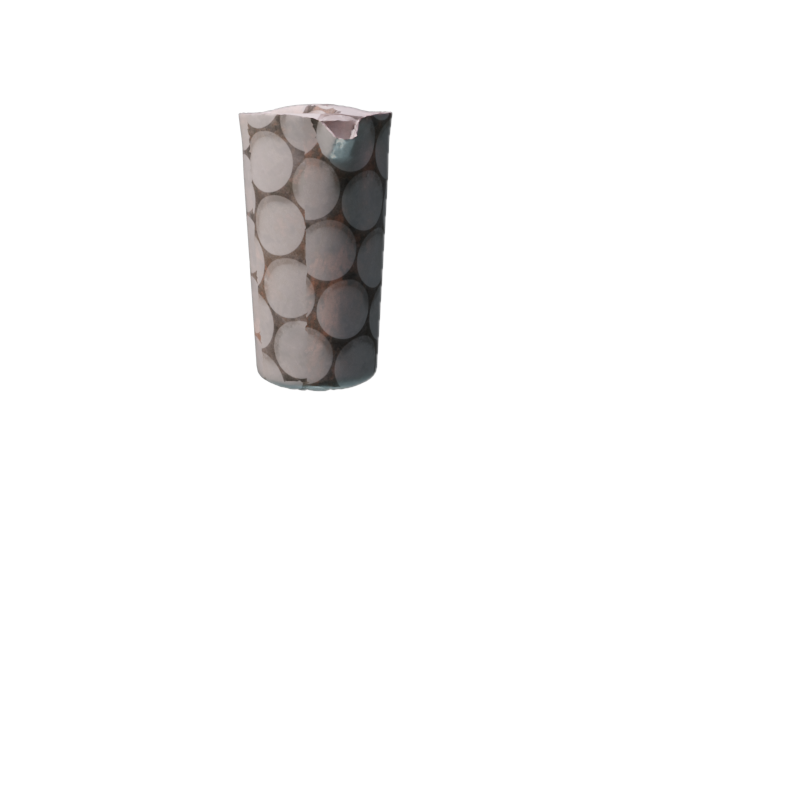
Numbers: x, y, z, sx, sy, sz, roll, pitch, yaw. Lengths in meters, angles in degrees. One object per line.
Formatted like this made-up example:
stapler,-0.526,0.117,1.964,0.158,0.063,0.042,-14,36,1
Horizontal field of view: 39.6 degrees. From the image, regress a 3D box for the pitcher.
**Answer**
pitcher,-0.077,-0.141,0.984,0.150,0.238,0.147,5,11,24
